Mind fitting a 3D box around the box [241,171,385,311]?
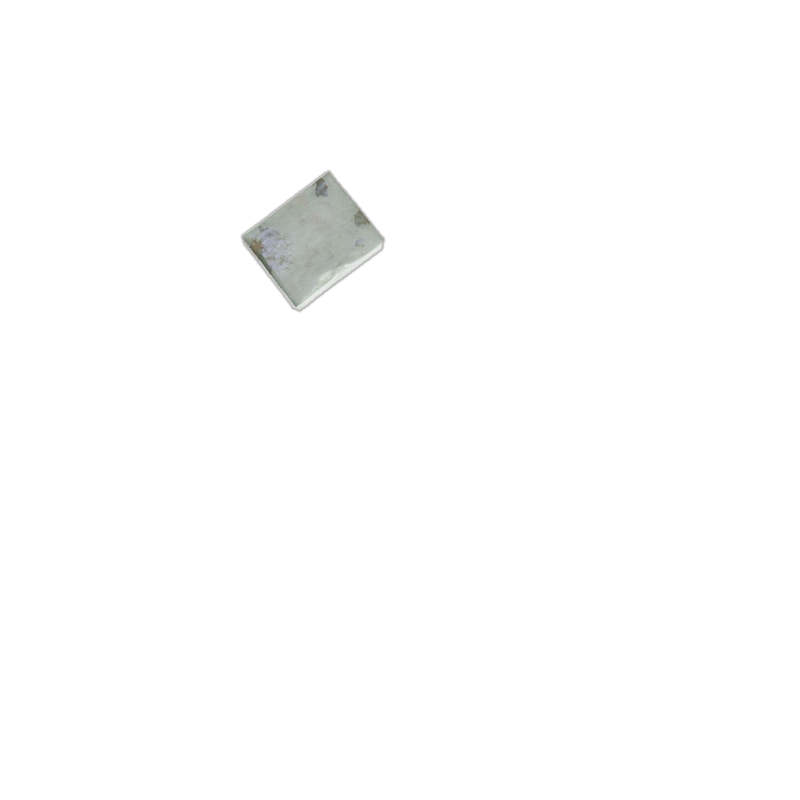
[{"bbox_3d":[-0.069,-0.125,0.878,0.089,0.075,0.029,-37,-11,-9],"label":"box"}]
